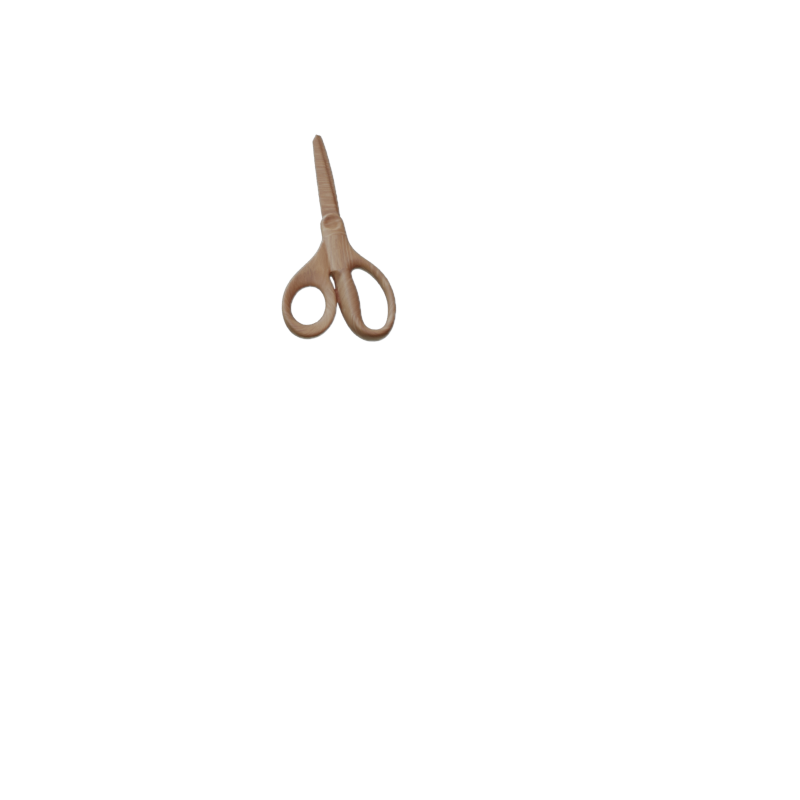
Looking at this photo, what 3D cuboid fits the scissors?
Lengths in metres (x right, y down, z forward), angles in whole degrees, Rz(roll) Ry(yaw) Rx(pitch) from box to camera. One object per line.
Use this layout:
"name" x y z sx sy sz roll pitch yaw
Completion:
"scissors" -0.070 -0.127 0.888 0.096 0.216 0.015 -20 -30 -12
